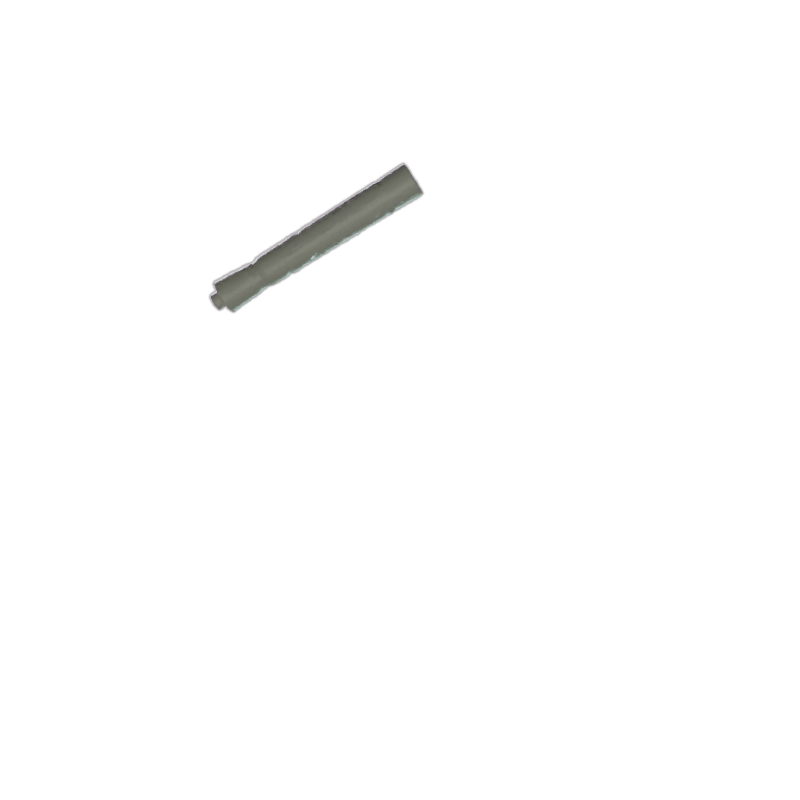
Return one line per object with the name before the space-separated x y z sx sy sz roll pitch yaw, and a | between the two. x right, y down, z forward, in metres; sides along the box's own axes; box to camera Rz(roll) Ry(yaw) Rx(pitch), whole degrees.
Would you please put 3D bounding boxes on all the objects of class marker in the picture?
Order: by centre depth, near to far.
marker | -0.044 -0.081 0.565 0.121 0.020 0.020 -31 0 7
